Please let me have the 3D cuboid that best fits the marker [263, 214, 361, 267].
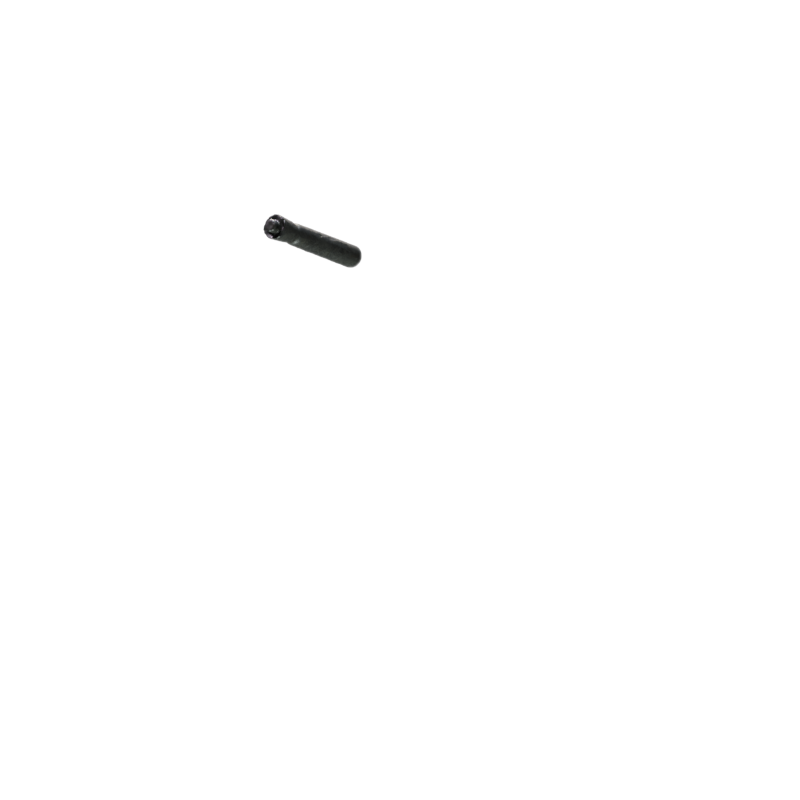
[{"bbox_3d":[-0.067,-0.122,0.853,0.020,0.020,0.115,3,-4,29],"label":"marker"}]
